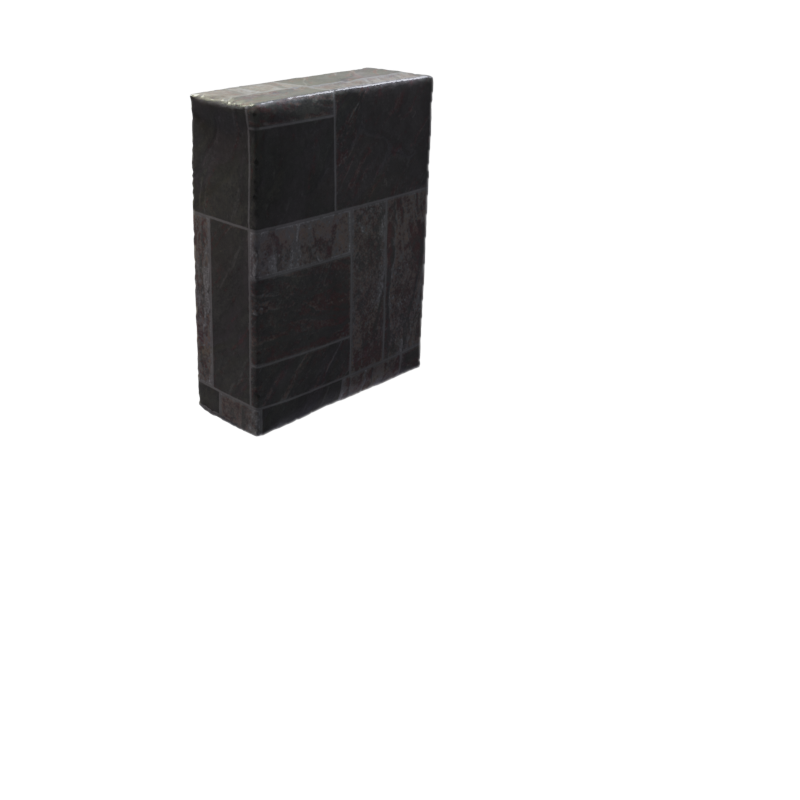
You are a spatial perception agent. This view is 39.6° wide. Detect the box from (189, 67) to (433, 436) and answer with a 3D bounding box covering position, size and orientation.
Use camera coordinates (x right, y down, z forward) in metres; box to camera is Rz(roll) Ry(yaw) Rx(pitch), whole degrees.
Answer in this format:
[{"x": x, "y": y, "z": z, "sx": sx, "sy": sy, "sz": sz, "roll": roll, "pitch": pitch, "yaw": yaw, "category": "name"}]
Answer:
[{"x": -0.058, "y": -0.106, "z": 0.740, "sx": 0.076, "sy": 0.205, "sz": 0.162, "roll": 17, "pitch": 25, "yaw": 39, "category": "box"}]
